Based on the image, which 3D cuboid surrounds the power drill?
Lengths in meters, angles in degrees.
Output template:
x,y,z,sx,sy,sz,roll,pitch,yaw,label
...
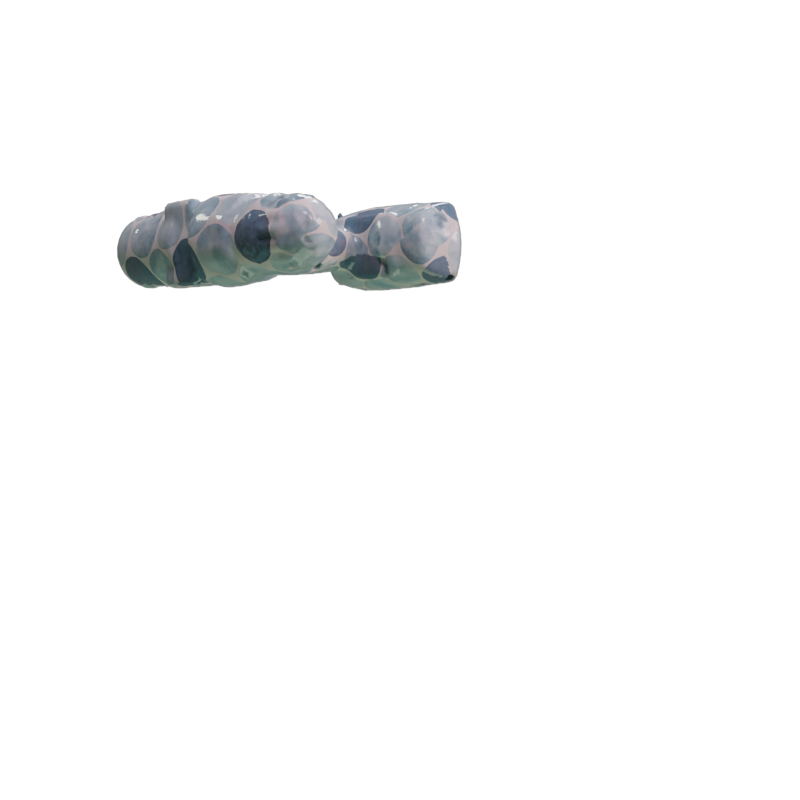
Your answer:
x,y,z,sx,sy,sz,roll,pitch,yaw,label
-0.053,-0.096,0.673,0.180,0.057,0.192,-3,5,-41,power drill
